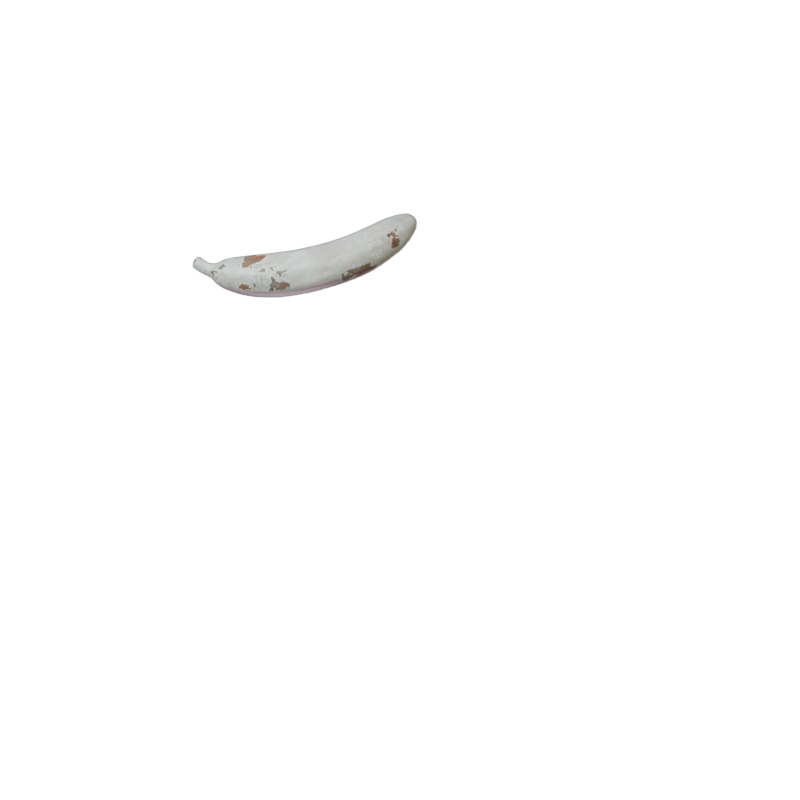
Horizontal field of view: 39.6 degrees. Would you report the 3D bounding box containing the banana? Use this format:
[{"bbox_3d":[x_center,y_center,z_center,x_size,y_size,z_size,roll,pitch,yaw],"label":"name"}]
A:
[{"bbox_3d":[-0.072,-0.120,0.928,0.196,0.034,0.075,-12,47,-11],"label":"banana"}]
